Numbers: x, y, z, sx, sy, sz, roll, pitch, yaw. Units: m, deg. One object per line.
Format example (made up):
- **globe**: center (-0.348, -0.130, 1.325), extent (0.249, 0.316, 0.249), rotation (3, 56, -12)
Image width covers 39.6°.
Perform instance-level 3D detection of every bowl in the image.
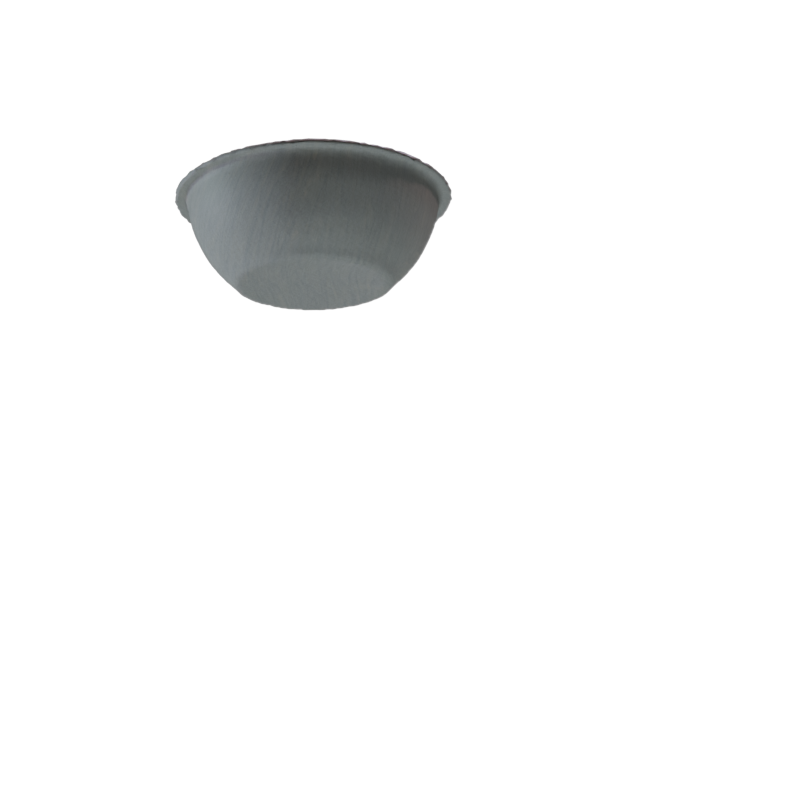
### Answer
- **bowl**: center (-0.050, -0.092, 0.644), extent (0.162, 0.057, 0.155), rotation (0, -15, -2)
